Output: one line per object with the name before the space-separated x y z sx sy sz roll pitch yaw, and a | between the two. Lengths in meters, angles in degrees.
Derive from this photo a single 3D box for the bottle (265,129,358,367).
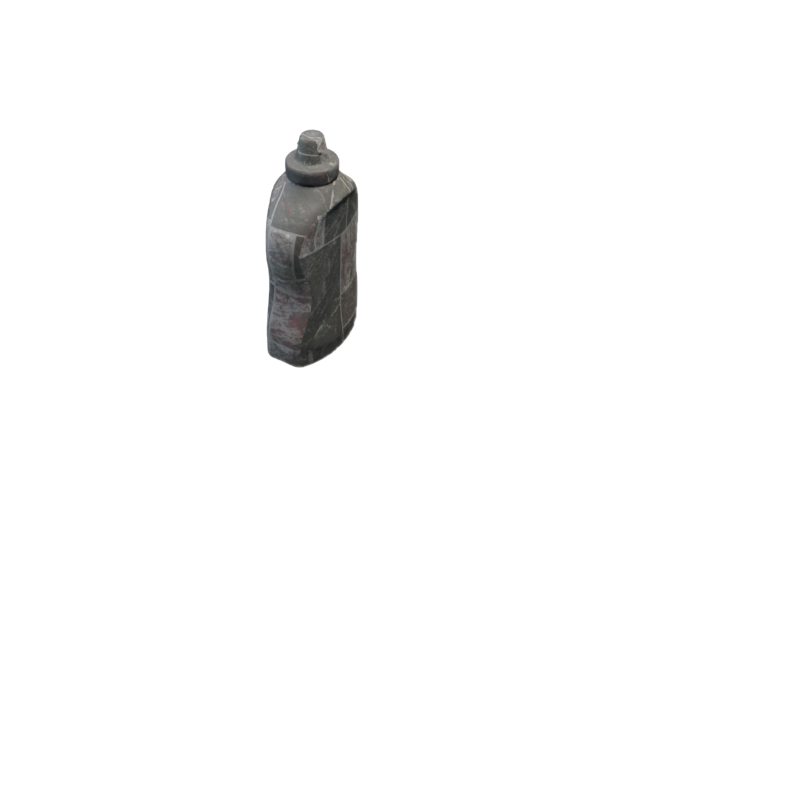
bottle | -0.069 -0.125 0.872 0.061 0.179 0.098 22 42 23
